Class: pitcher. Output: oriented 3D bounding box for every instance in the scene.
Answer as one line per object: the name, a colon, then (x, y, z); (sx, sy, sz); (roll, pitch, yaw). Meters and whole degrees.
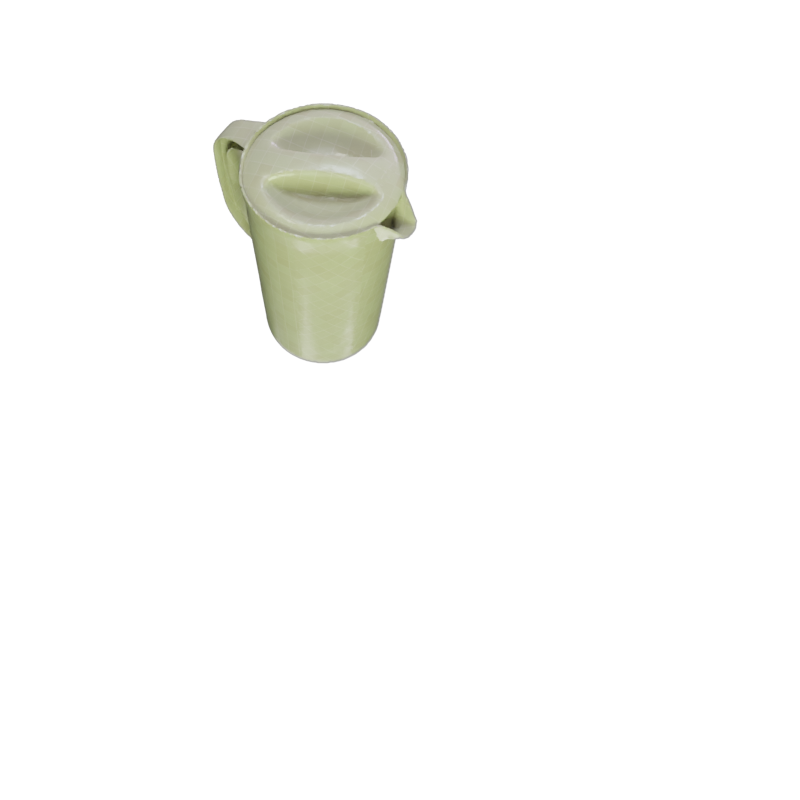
pitcher: (-0.075, -0.137, 0.961); (0.144, 0.160, 0.229); (-10, -27, -9)
